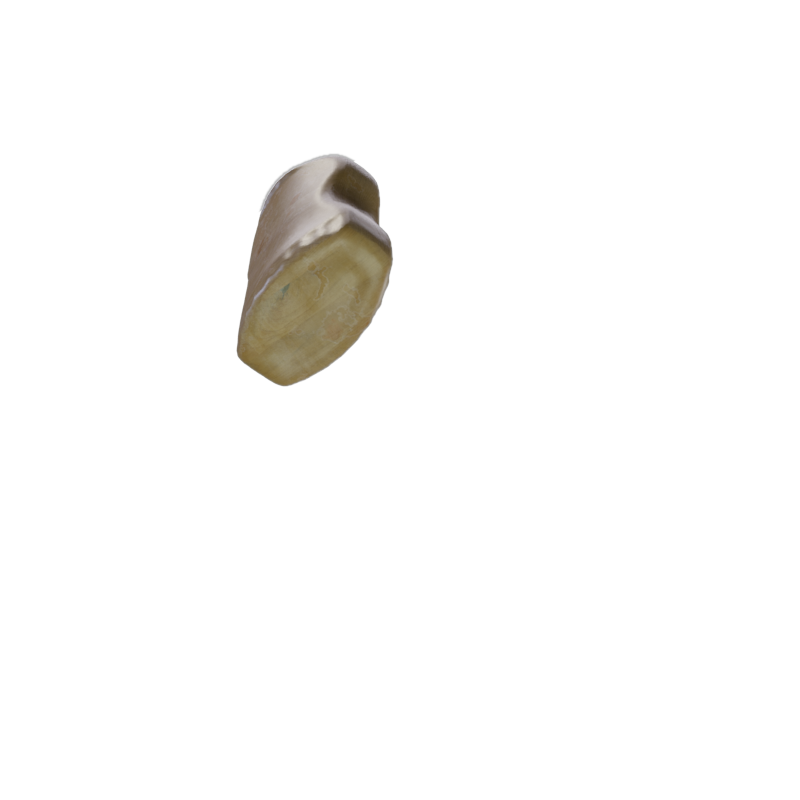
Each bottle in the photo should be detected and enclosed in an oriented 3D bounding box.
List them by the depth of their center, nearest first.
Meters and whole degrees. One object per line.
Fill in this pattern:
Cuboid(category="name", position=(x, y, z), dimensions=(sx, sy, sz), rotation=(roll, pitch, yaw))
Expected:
Cuboid(category="bottle", position=(-0.051, -0.092, 0.643), dimensions=(0.056, 0.094, 0.203), rotation=(33, 21, -20))
